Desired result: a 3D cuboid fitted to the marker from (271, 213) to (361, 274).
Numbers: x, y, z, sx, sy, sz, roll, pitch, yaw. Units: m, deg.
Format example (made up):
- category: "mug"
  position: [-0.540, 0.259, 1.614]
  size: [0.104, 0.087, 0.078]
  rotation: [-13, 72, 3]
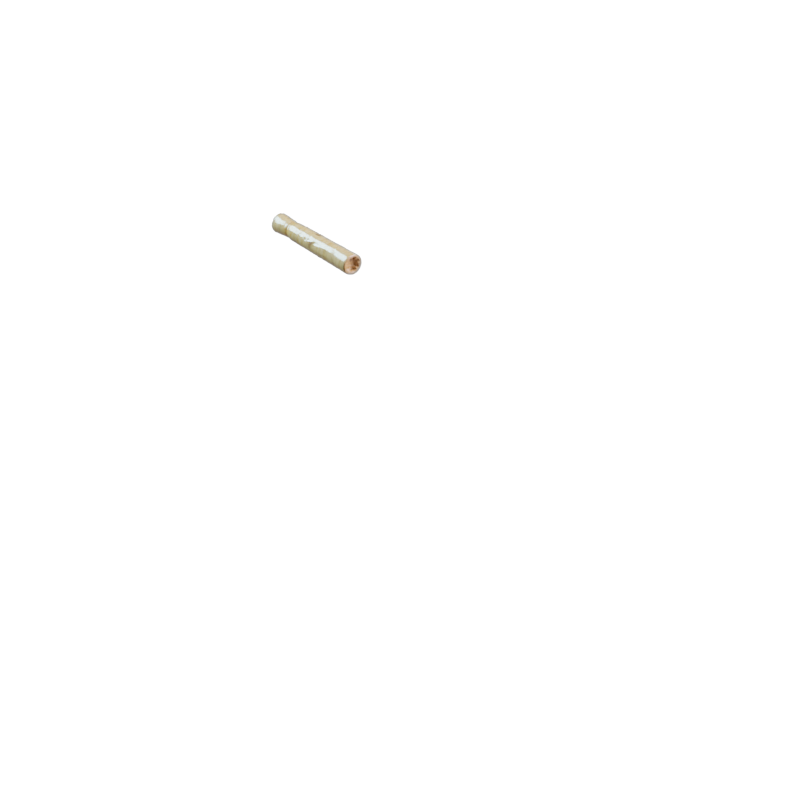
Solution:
- category: "marker"
  position: [-0.077, -0.141, 0.986]
  size: [0.019, 0.019, 0.130]
  rotation: [-3, 26, -38]
